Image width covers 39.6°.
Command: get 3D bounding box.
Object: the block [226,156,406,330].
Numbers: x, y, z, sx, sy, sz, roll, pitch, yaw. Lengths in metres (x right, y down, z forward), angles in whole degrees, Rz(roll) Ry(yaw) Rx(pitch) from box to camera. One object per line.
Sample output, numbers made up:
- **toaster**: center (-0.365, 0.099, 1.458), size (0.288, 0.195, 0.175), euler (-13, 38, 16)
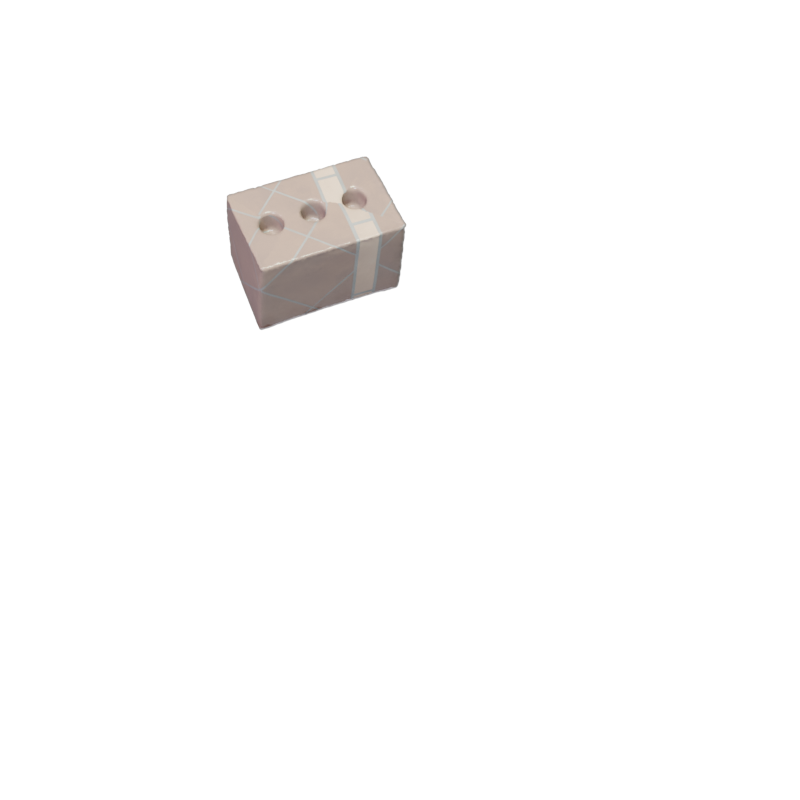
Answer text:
- **block**: center (-0.044, -0.080, 0.562), size (0.077, 0.057, 0.048), euler (-19, -31, -14)
